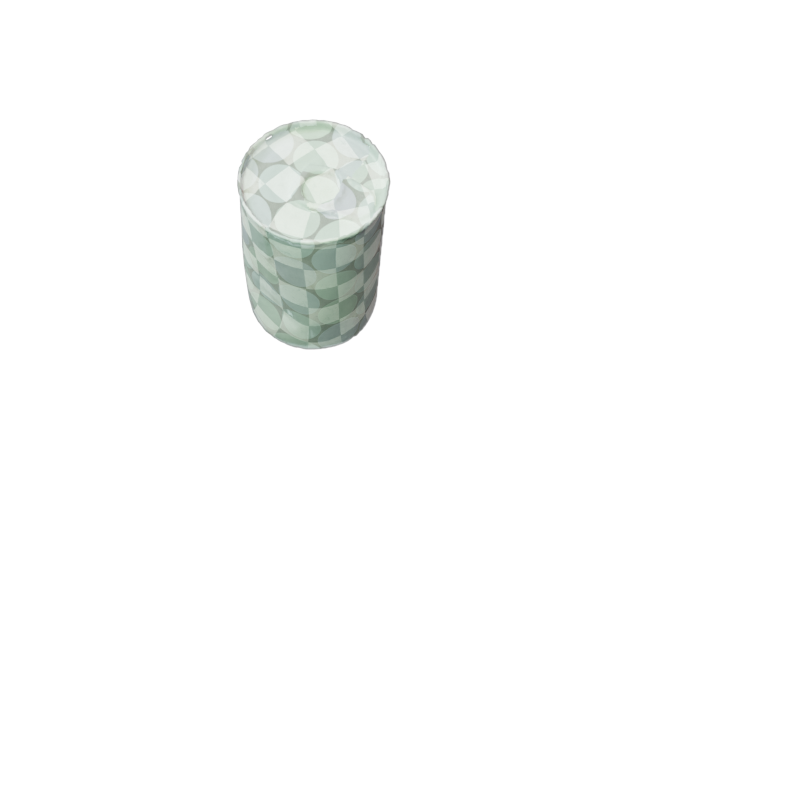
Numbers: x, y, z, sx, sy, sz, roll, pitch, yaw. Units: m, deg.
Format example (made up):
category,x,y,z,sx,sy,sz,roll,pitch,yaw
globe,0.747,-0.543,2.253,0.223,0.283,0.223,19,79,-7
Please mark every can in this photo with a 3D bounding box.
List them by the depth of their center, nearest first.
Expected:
category,x,y,z,sx,sy,sz,roll,pitch,yaw
can,-0.042,-0.076,0.533,0.068,0.073,0.096,0,-29,-3
